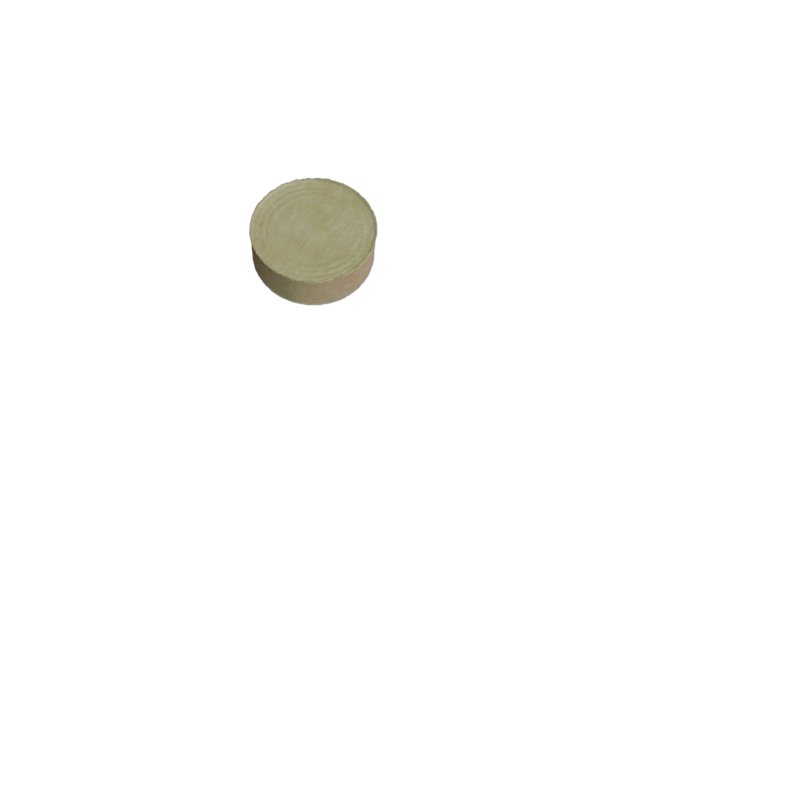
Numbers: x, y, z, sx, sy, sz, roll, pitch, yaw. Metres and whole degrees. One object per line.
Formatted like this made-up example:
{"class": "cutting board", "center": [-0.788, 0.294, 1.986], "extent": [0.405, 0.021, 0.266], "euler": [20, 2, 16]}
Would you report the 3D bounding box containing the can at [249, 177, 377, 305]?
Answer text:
{"class": "can", "center": [-0.059, -0.108, 0.753], "extent": [0.086, 0.092, 0.031], "euler": [-1, -32, -1]}
